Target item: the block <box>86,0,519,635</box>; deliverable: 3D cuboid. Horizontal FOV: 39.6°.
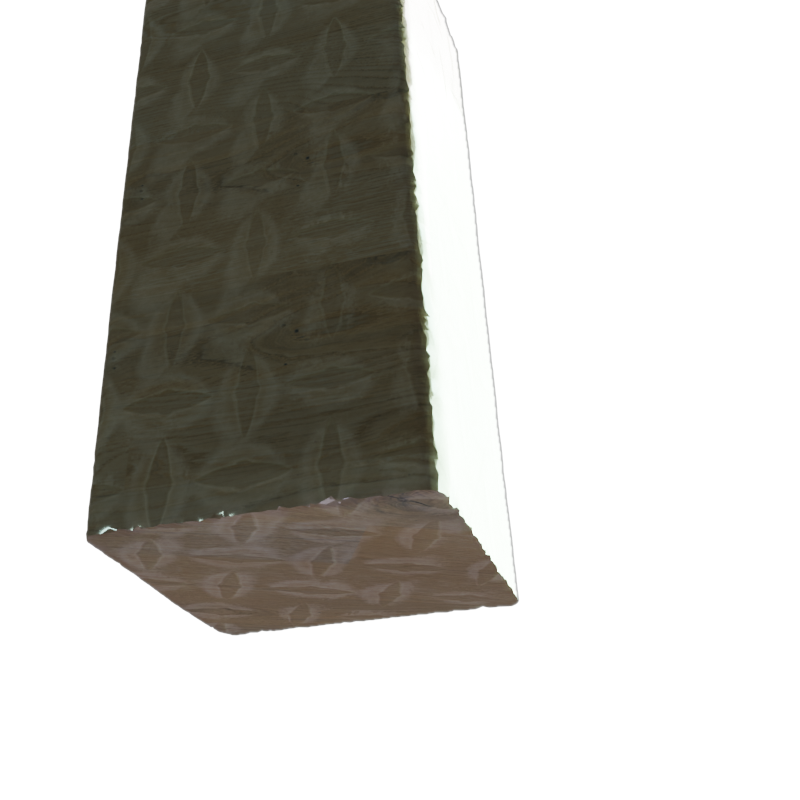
[{"bbox_3d":[-0.027,-0.049,0.340,0.092,0.220,0.083,-11,-33,14],"label":"block"}]
